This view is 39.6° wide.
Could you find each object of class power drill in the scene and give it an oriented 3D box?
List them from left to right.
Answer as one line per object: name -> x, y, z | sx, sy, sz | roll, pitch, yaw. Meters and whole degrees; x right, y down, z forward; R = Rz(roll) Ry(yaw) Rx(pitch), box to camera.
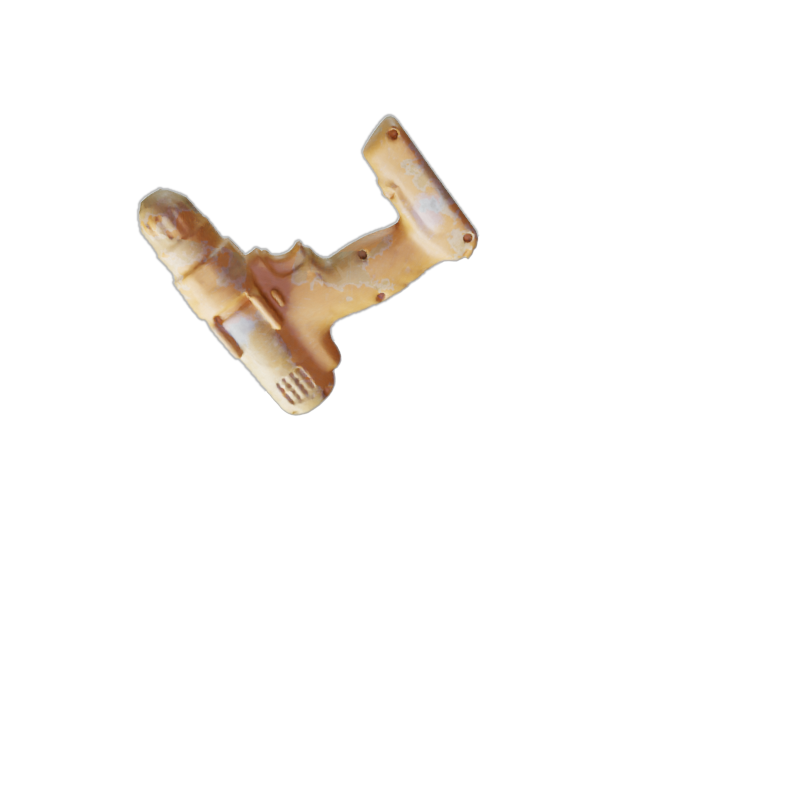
power drill -> -0.058, -0.106, 0.745 | 0.187, 0.178, 0.059 | -36, 13, 9
